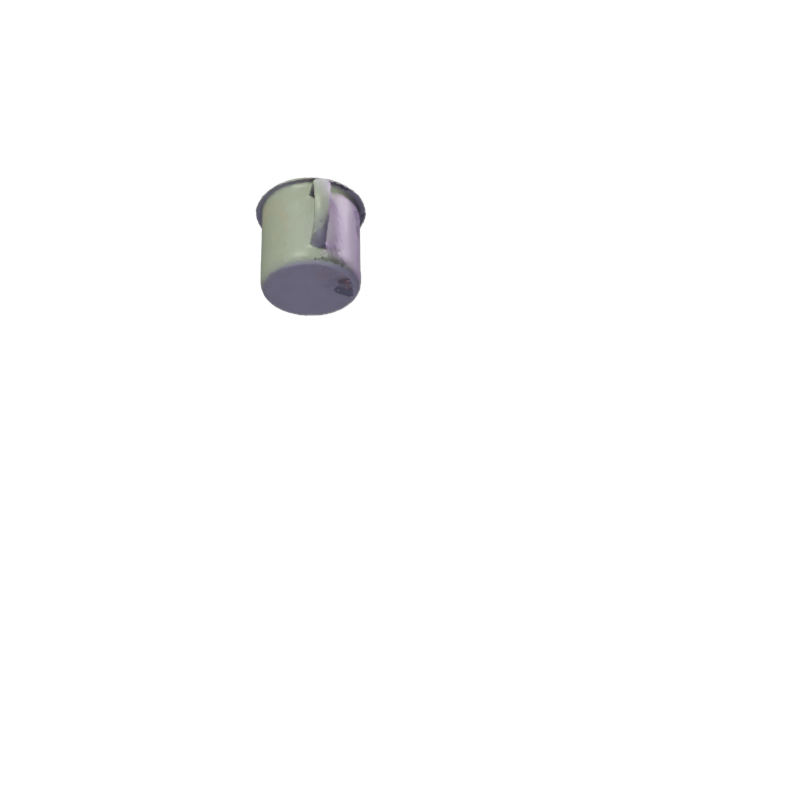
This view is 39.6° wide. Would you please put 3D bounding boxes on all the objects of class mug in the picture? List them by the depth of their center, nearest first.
[{"bbox_3d":[-0.071,-0.129,0.905,0.092,0.087,0.111,6,-35,-11],"label":"mug"}]
